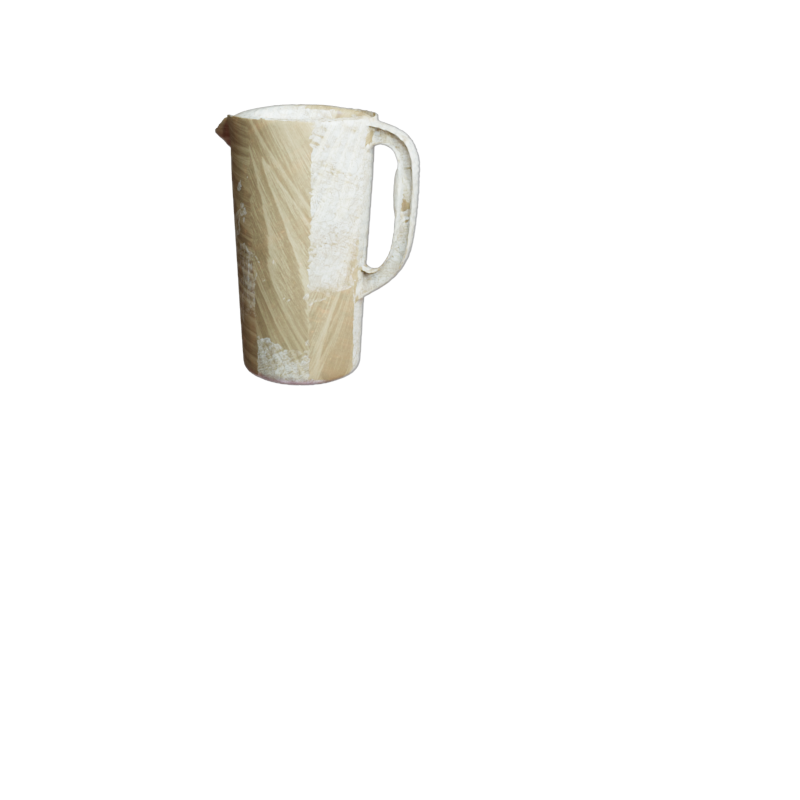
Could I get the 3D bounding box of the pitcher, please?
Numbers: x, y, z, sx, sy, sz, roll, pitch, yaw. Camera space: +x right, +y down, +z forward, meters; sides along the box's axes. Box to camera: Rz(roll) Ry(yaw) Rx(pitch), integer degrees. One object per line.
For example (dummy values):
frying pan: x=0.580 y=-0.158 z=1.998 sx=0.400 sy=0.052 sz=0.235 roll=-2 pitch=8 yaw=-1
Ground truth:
pitcher: x=-0.077 y=-0.141 z=0.989 sx=0.141 sy=0.235 sz=0.158 roll=-7 pitch=17 yaw=-27
